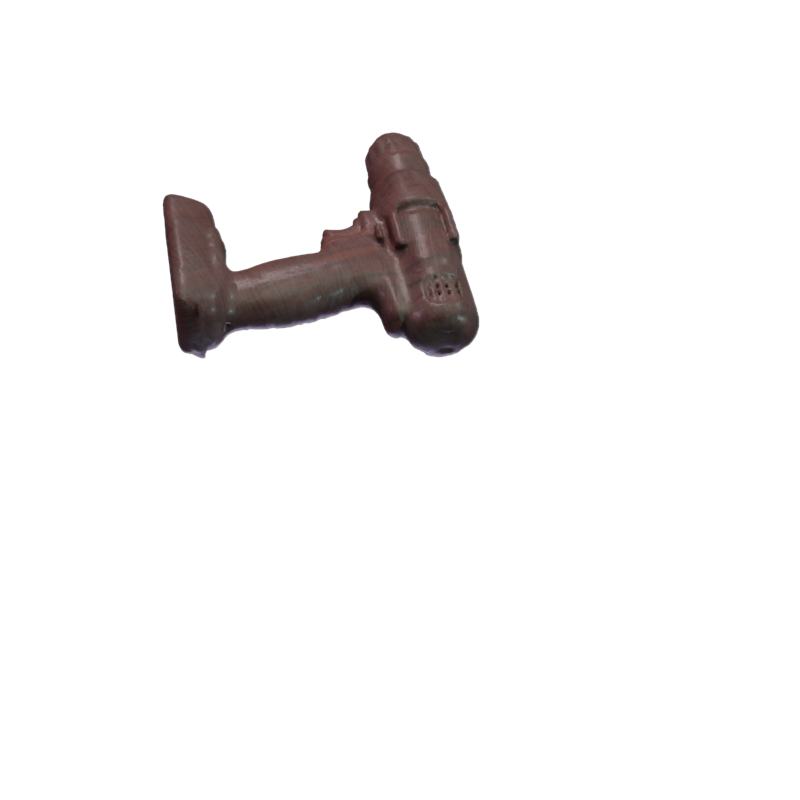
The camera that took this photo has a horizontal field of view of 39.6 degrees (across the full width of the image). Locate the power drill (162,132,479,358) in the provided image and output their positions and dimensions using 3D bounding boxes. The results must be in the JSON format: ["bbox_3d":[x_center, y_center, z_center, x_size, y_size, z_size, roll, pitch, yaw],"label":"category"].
[{"bbox_3d":[-0.056,-0.102,0.712,0.186,0.199,0.053,-8,-41,-7],"label":"power drill"}]
